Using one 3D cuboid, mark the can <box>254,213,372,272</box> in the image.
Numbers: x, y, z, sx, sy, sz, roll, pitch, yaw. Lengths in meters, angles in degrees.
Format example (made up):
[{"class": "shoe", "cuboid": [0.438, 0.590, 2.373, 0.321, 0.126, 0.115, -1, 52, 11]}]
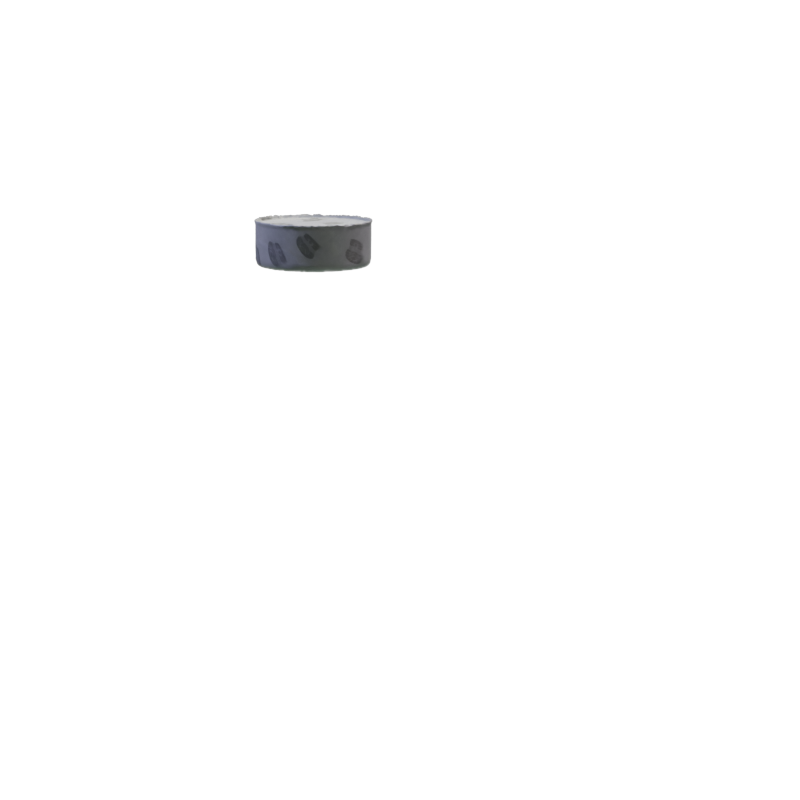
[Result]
[{"class": "can", "cuboid": [-0.063, -0.116, 0.810, 0.086, 0.033, 0.088, 0, 14, -2]}]
